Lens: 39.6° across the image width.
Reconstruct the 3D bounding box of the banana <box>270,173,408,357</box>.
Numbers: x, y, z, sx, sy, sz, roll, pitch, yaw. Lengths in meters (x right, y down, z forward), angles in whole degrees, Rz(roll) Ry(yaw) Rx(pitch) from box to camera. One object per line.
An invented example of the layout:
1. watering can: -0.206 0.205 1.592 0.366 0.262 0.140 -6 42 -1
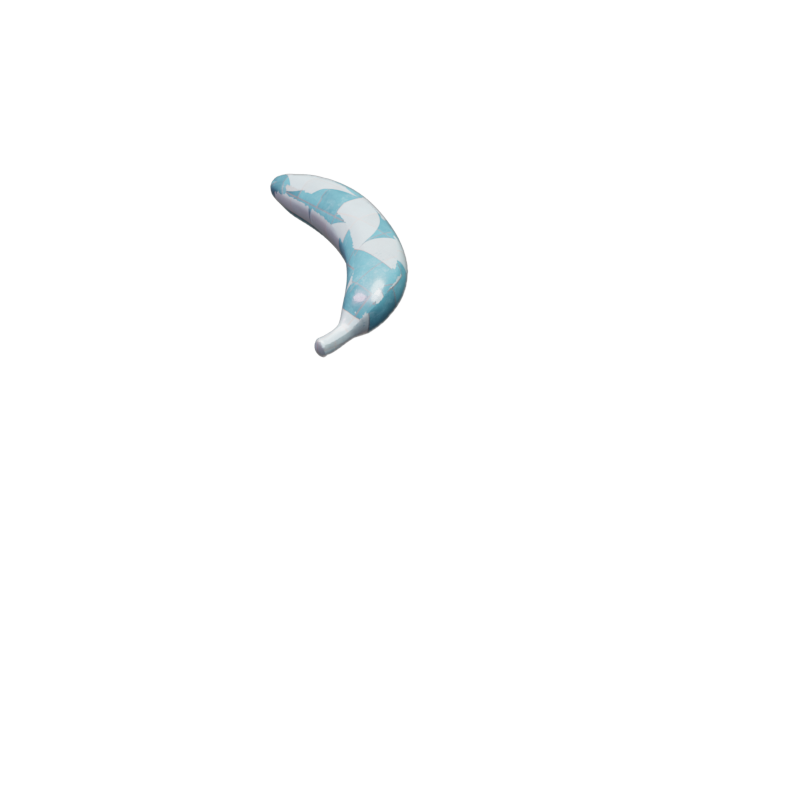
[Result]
1. banana: -0.037 -0.101 0.708 0.069 0.034 0.213 -7 37 -10
